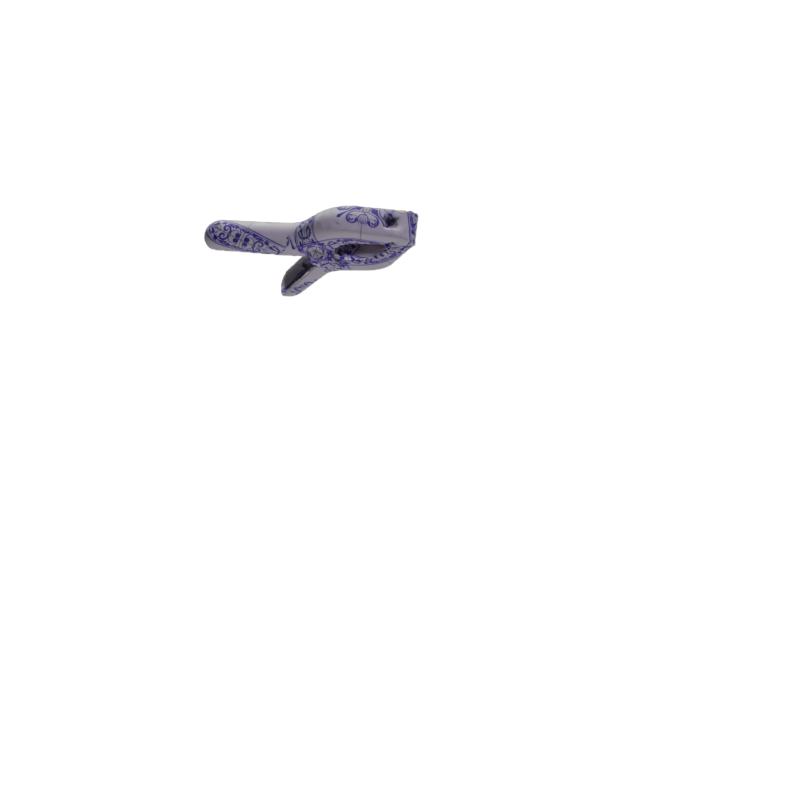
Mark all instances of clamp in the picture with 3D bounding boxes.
[{"bbox_3d":[-0.069,-0.127,0.888,0.174,0.041,0.113,-14,-21,39],"label":"clamp"}]
